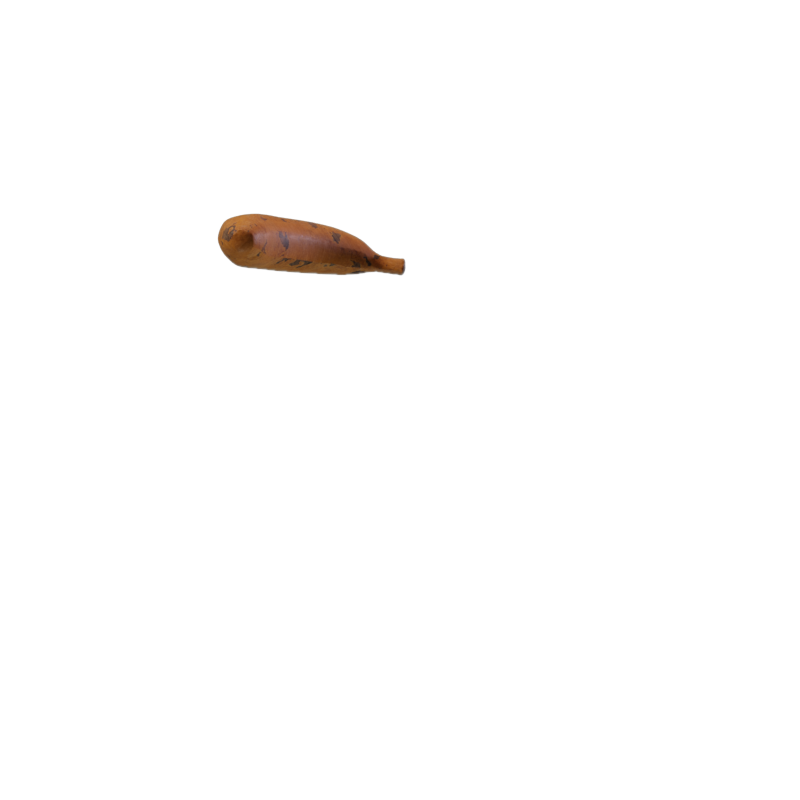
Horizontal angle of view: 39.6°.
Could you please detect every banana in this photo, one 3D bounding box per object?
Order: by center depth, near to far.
[{"bbox_3d":[-0.072,-0.106,0.749,0.072,0.037,0.190,1,3,31],"label":"banana"}]
